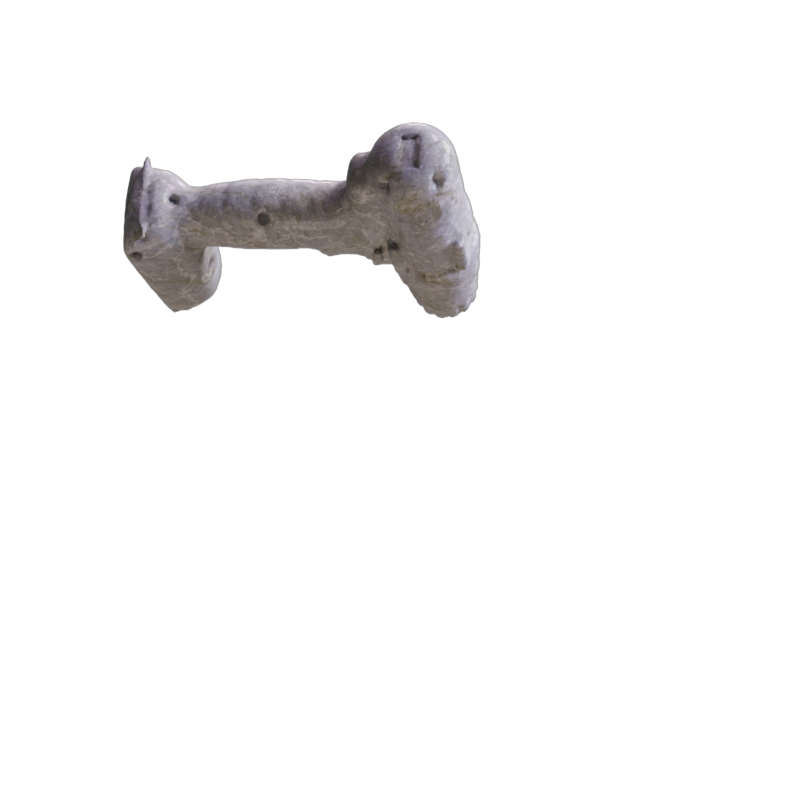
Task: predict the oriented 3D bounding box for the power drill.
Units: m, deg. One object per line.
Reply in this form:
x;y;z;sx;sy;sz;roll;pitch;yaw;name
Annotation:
-0.049;-0.090;0.631;0.190;0.061;0.173;-4;-22;9;power drill
